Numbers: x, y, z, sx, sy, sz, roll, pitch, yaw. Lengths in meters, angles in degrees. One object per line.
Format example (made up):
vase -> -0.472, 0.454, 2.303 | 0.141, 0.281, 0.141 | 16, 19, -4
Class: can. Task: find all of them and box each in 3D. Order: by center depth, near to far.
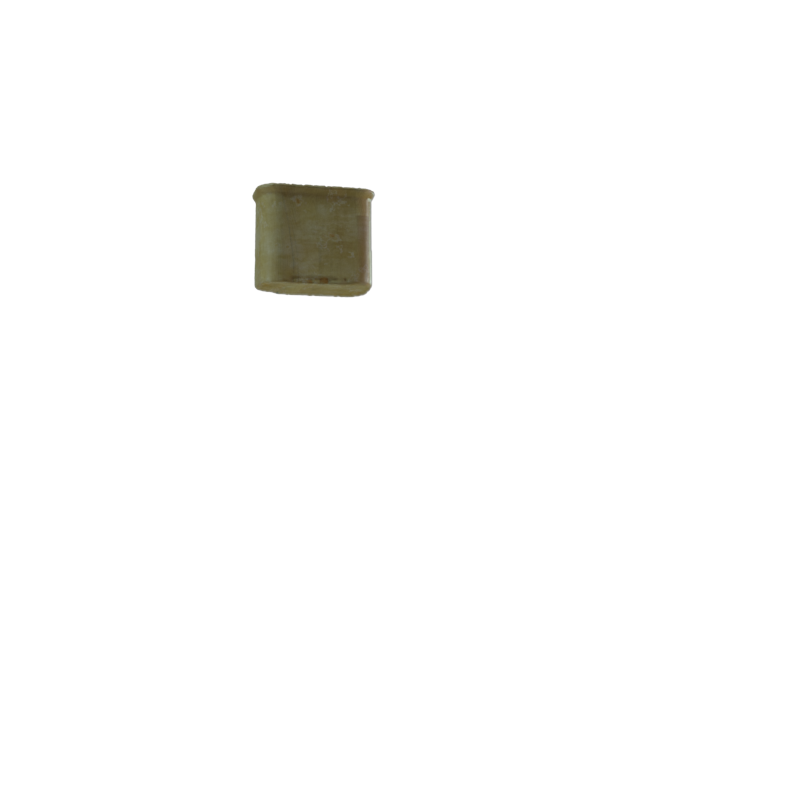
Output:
can -> -0.073, -0.133, 0.932 | 0.100, 0.086, 0.057 | 2, -11, -13
